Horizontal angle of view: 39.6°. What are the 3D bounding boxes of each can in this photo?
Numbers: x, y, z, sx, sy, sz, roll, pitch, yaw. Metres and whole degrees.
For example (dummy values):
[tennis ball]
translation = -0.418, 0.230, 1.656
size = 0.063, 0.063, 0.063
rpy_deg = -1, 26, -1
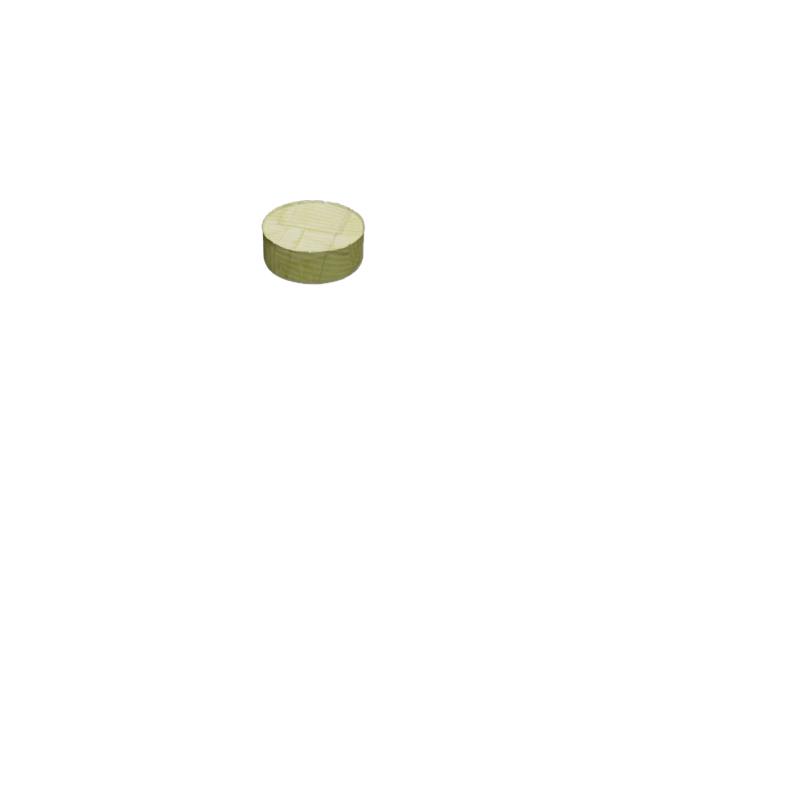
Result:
[can]
translation = -0.072, -0.132, 0.926
size = 0.086, 0.031, 0.092
rpy_deg = -1, 36, -2
